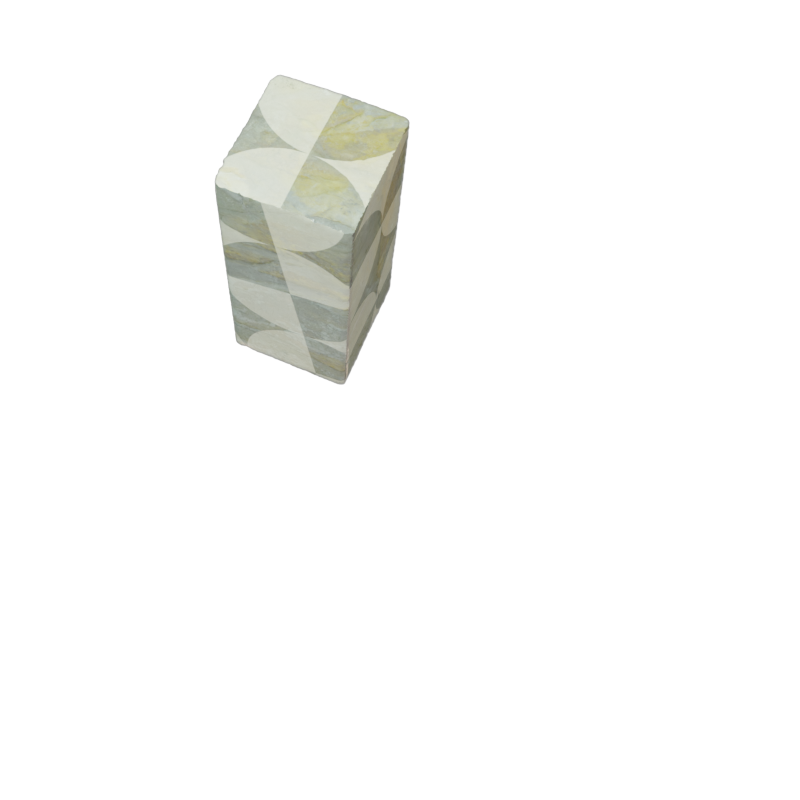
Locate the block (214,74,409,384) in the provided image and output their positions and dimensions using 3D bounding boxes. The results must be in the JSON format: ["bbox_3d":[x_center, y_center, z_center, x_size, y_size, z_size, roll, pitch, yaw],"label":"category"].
[{"bbox_3d":[-0.057,-0.104,0.727,0.092,0.094,0.195,22,-24,6],"label":"block"}]
